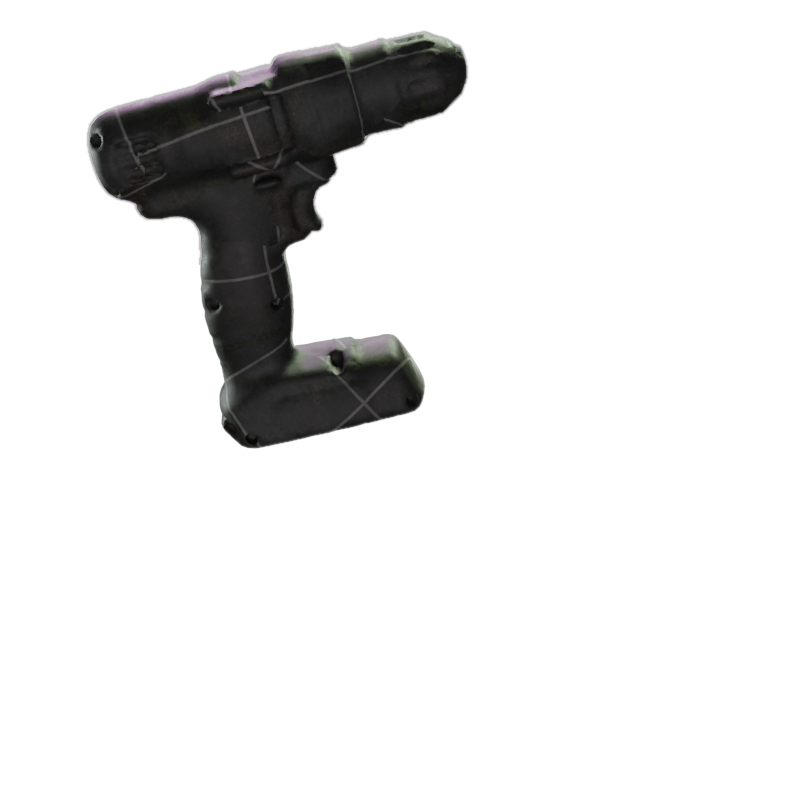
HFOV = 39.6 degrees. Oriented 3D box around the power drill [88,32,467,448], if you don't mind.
[{"bbox_3d":[-0.043,-0.079,0.553,0.185,0.179,0.060,-13,18,4],"label":"power drill"}]
